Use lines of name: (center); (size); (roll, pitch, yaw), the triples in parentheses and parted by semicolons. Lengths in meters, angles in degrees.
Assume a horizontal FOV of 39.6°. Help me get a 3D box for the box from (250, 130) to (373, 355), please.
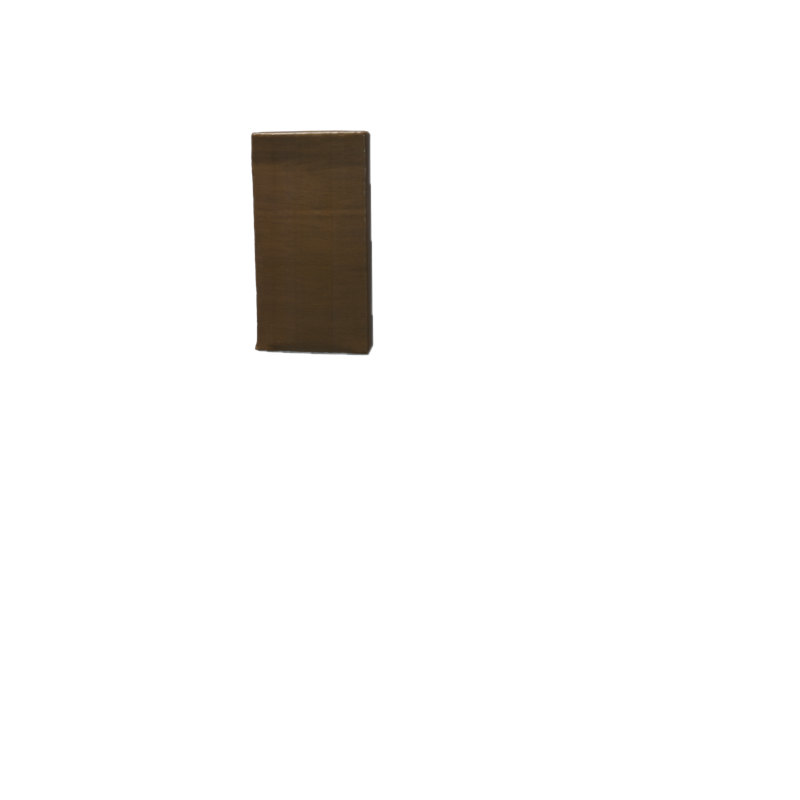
box: (-0.069, -0.126, 0.883); (0.094, 0.174, 0.048); (1, 5, 8)
